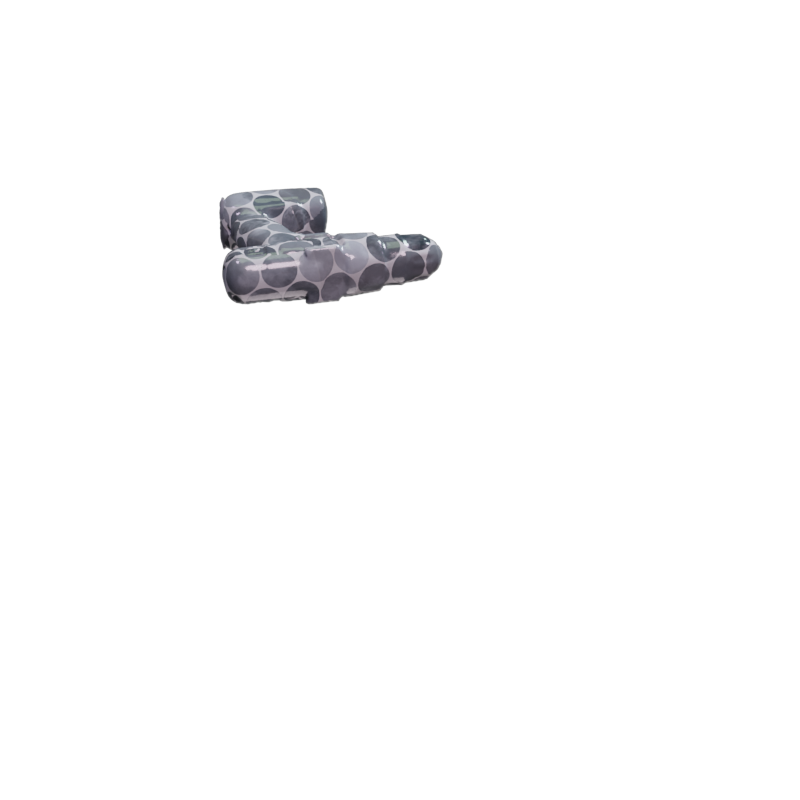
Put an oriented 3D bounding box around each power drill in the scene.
[{"bbox_3d":[-0.076,-0.139,0.973,0.181,0.055,0.199,-7,23,-16],"label":"power drill"}]
